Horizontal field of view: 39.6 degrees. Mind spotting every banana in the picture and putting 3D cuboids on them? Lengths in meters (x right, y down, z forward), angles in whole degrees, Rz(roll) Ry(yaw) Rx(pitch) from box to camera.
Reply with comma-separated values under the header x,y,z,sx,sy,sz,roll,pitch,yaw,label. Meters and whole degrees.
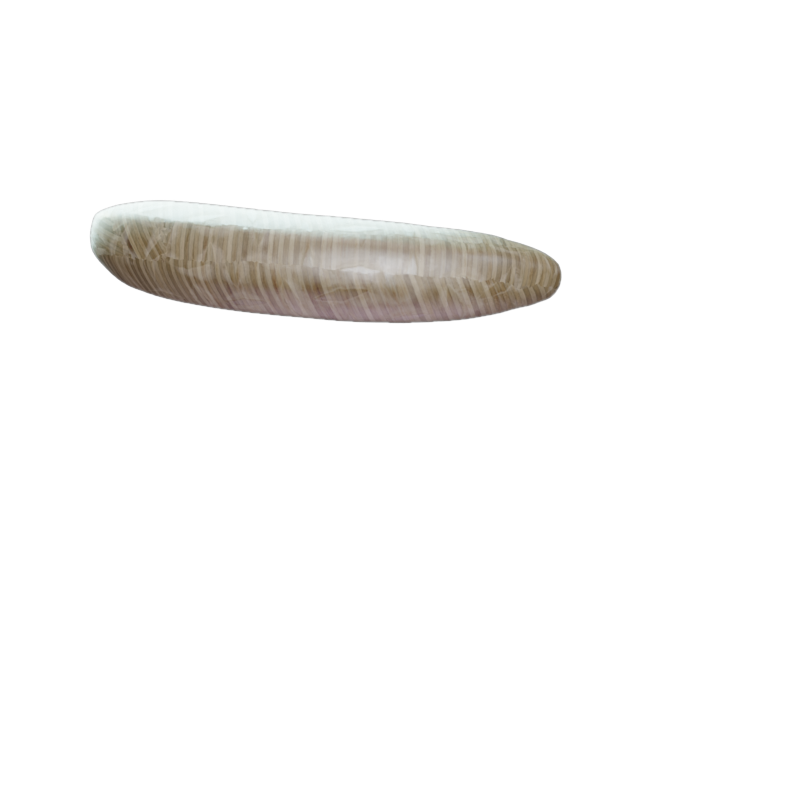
x,y,z,sx,sy,sz,roll,pitch,yaw,label
-0.044,-0.055,0.415,0.205,0.035,0.070,10,24,23,banana
